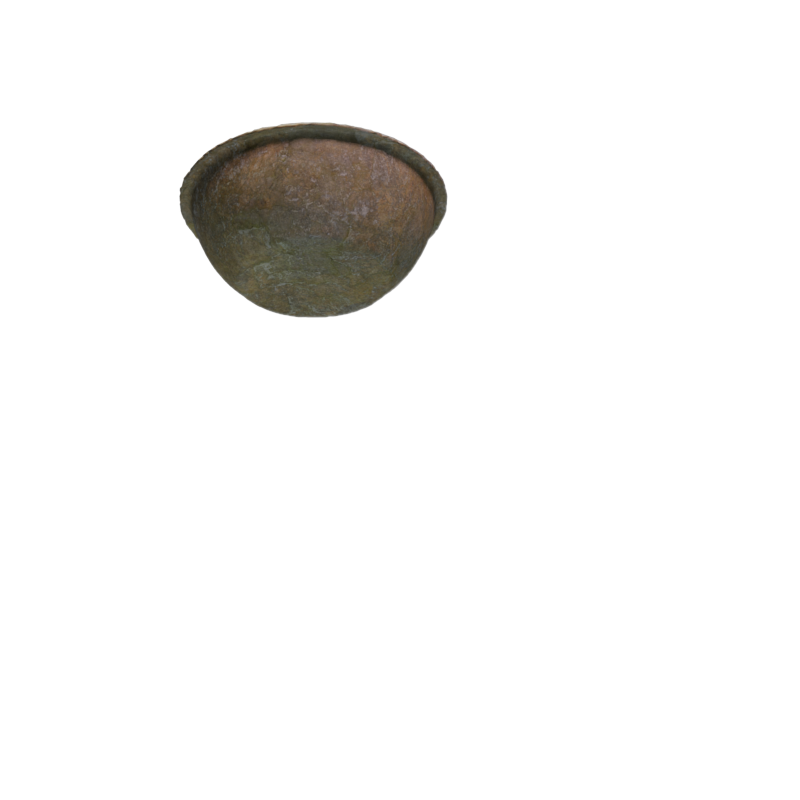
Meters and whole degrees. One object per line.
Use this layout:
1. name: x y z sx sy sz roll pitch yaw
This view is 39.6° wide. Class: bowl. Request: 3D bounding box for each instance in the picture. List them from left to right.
1. bowl: -0.051 -0.094 0.657 0.162 0.058 0.153 1 -27 -2
